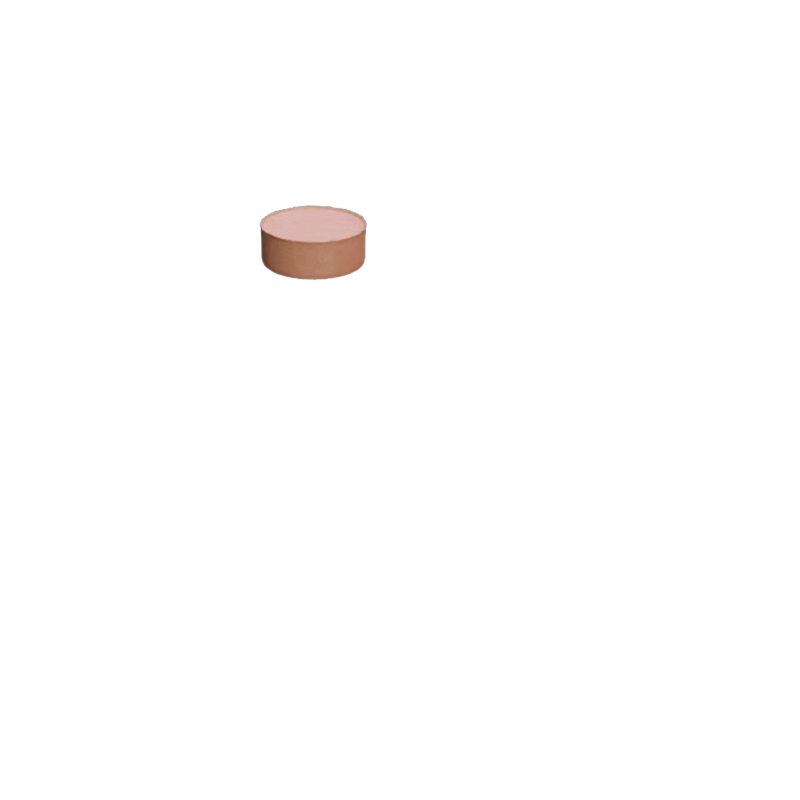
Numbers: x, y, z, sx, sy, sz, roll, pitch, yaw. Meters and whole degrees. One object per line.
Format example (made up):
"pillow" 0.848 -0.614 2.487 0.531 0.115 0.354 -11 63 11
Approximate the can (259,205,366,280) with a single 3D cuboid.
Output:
"can" -0.070 -0.127 0.893 0.086 0.032 0.091 -1 27 -2
